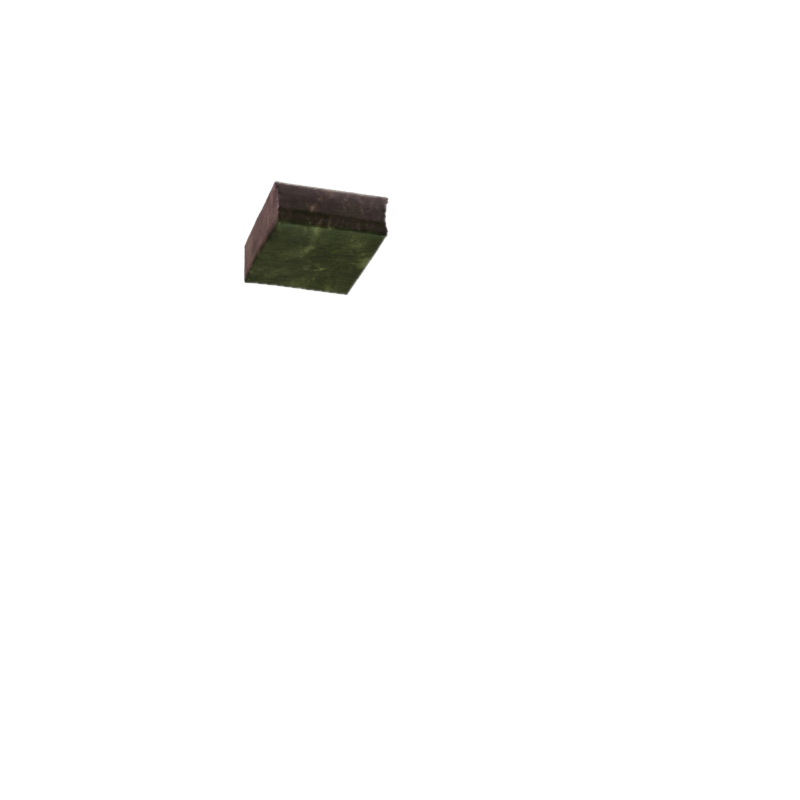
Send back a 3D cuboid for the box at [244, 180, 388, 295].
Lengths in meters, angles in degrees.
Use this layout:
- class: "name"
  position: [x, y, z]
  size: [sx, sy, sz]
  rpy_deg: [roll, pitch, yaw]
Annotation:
- class: "box"
  position: [-0.068, -0.124, 0.869]
  size: [0.088, 0.041, 0.110]
  rpy_deg: [6, -21, -17]
